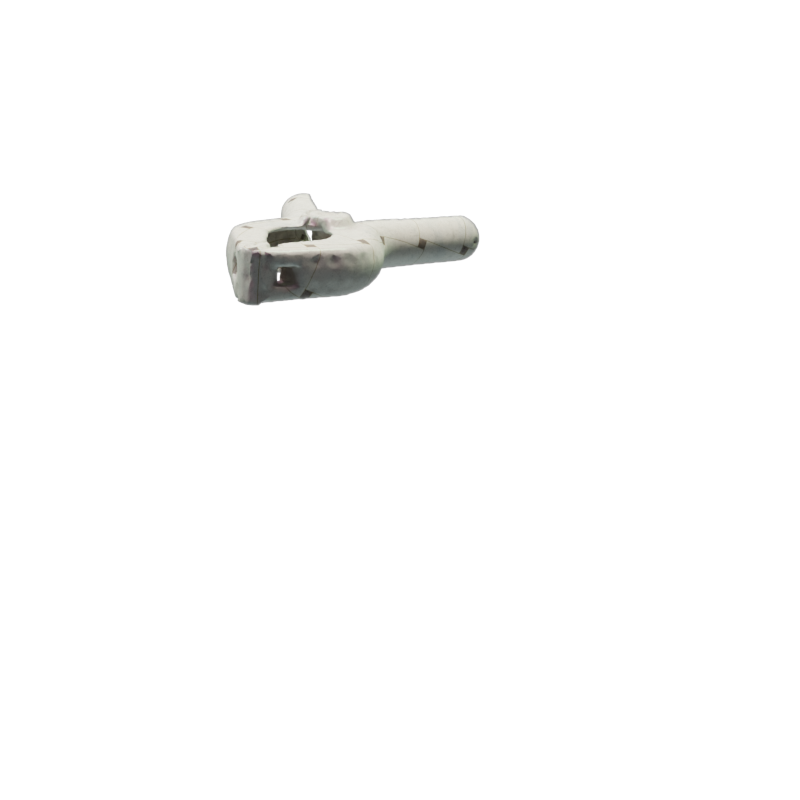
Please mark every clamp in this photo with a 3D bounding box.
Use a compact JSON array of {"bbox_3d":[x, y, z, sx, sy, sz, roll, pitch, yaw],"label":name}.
[{"bbox_3d":[-0.046,-0.084,0.590,0.125,0.038,0.168,9,17,31],"label":"clamp"}]
